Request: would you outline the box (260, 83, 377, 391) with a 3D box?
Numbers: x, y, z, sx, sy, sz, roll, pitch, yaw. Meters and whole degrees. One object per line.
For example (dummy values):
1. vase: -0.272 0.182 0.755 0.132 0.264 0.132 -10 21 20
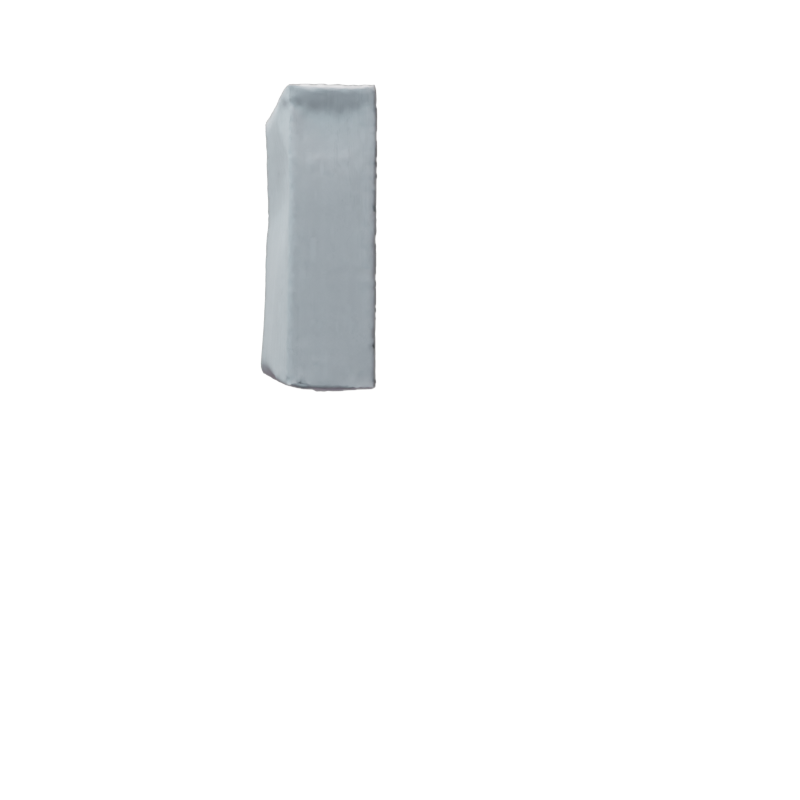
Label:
1. box: -0.066 -0.120 0.839 0.071 0.215 0.166 0 0 -12
